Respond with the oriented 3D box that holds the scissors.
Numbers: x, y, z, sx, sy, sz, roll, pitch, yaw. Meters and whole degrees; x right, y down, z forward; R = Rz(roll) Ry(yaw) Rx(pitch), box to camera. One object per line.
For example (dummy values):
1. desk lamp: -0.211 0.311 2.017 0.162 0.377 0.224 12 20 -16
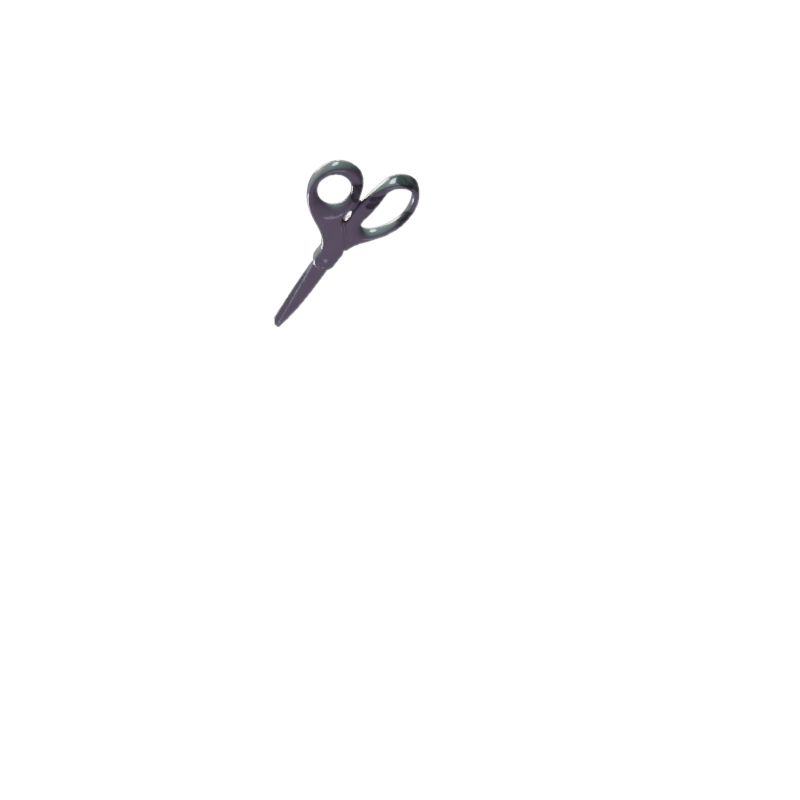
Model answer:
1. scissors: -0.071 -0.129 0.906 0.090 0.017 0.200 33 -50 -32
